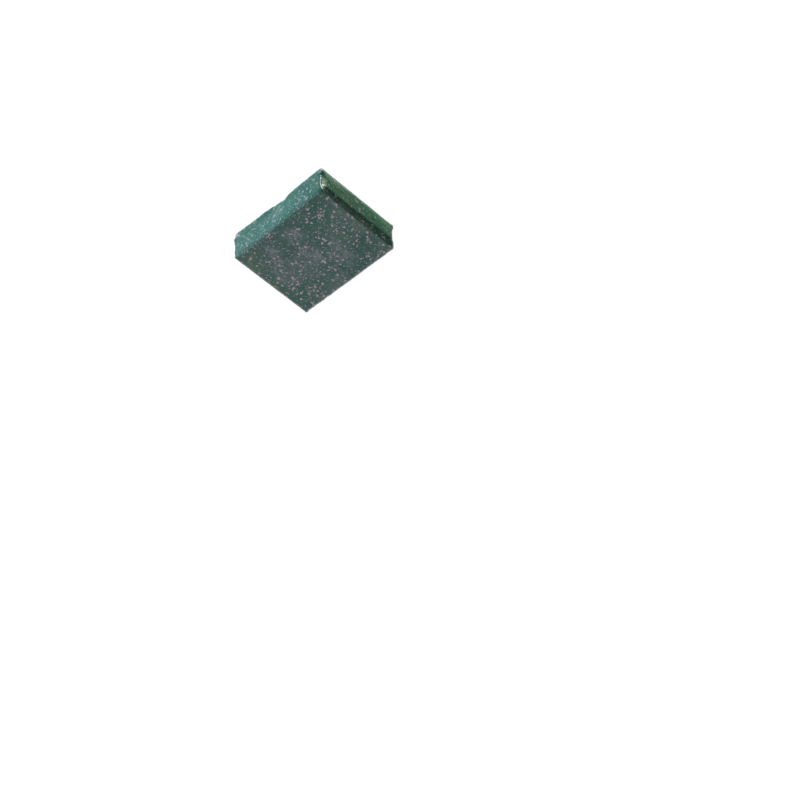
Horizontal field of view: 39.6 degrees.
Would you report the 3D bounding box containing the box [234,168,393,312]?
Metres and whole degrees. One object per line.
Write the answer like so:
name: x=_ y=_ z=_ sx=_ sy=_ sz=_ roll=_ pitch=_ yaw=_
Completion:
box: x=-0.061 y=-0.111 z=0.778 sx=0.088 sy=0.032 sz=0.069 roll=-34 pitch=-54 yaw=28
